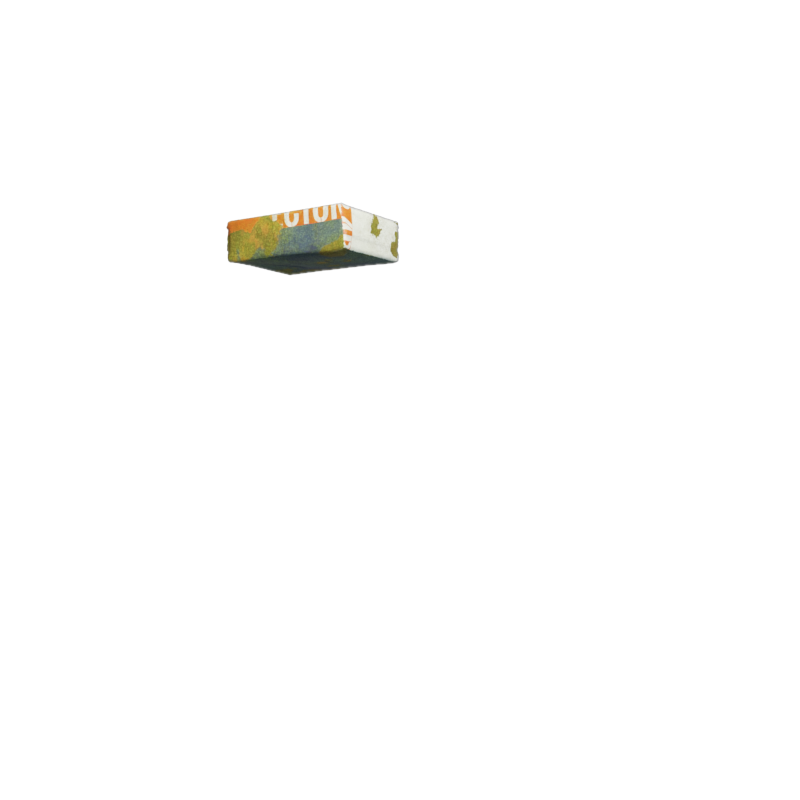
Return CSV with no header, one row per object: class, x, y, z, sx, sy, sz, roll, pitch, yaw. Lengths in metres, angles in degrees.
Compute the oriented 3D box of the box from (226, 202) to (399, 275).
box,-0.071,-0.129,0.900,0.117,0.039,0.086,-1,-3,31
